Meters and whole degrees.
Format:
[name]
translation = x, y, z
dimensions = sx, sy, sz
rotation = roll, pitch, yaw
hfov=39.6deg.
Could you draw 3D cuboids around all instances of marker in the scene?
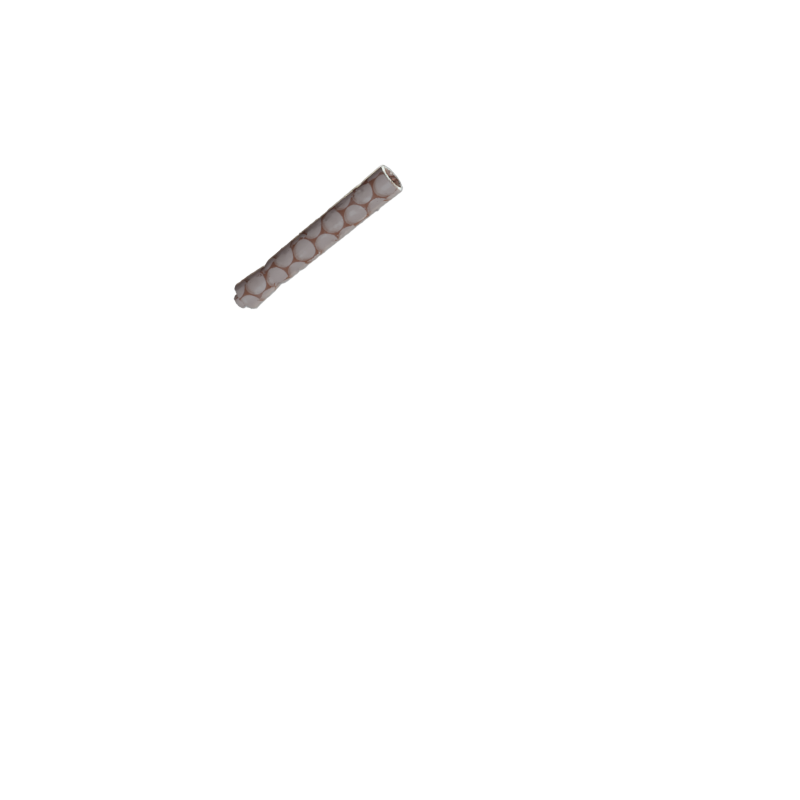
[marker]
translation = -0.050, -0.091, 0.636
dimensions = 0.120, 0.020, 0.019
rotation = -36, -10, 20
